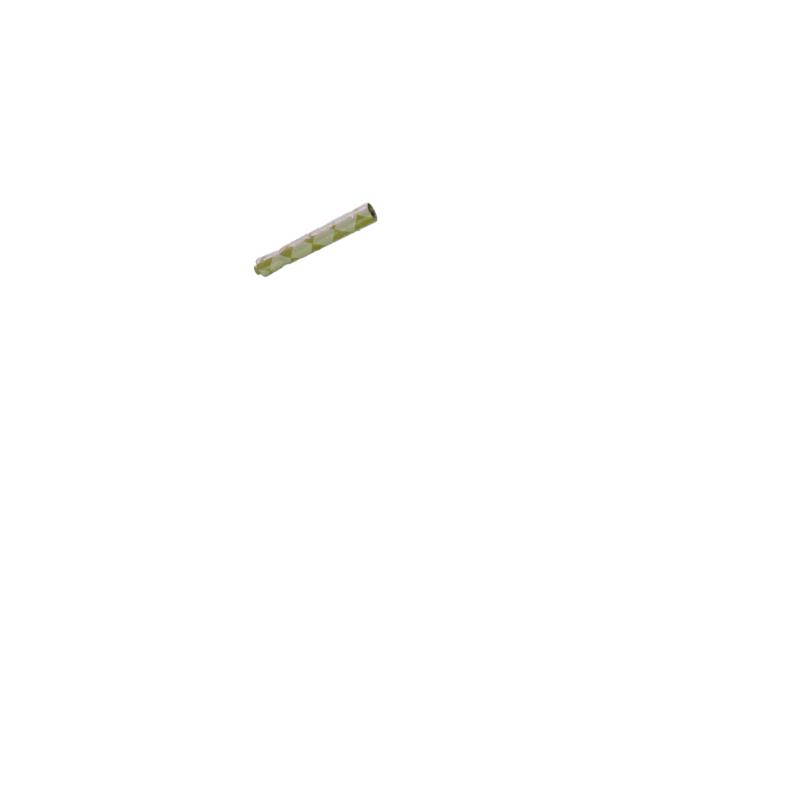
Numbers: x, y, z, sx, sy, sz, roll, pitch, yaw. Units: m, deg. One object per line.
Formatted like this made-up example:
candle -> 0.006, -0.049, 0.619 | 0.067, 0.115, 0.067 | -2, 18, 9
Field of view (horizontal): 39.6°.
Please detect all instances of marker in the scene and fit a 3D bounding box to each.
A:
marker -> -0.077, -0.140, 0.977 | 0.121, 0.020, 0.019 | -24, -4, 18
